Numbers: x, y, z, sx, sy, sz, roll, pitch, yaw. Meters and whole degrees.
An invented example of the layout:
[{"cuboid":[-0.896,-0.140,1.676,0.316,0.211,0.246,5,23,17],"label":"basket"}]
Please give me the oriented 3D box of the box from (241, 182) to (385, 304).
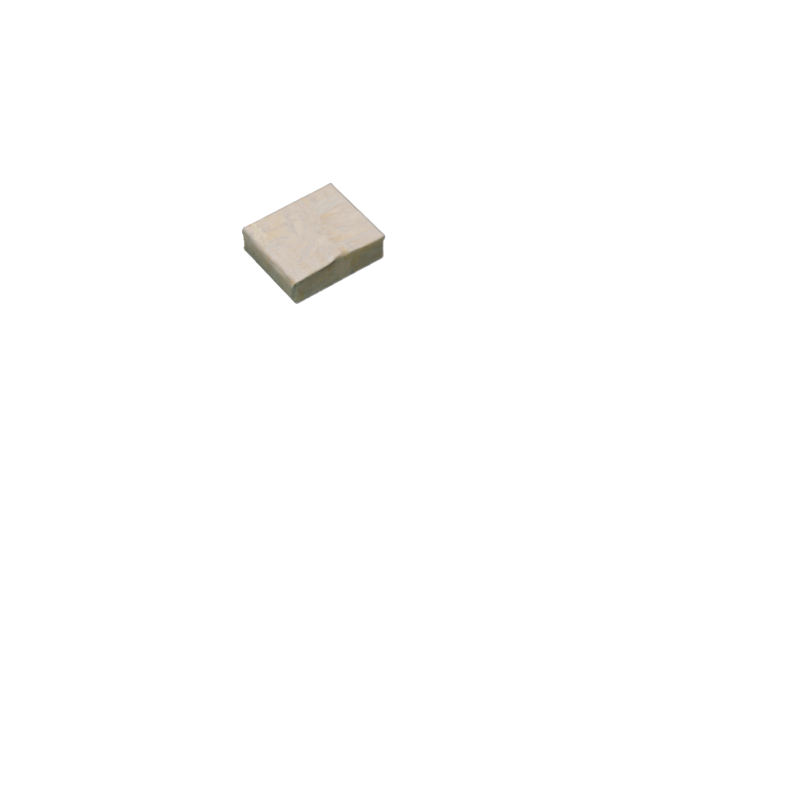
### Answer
[{"cuboid":[-0.068,-0.124,0.872,0.089,0.028,0.078,-30,57,-23],"label":"box"}]
